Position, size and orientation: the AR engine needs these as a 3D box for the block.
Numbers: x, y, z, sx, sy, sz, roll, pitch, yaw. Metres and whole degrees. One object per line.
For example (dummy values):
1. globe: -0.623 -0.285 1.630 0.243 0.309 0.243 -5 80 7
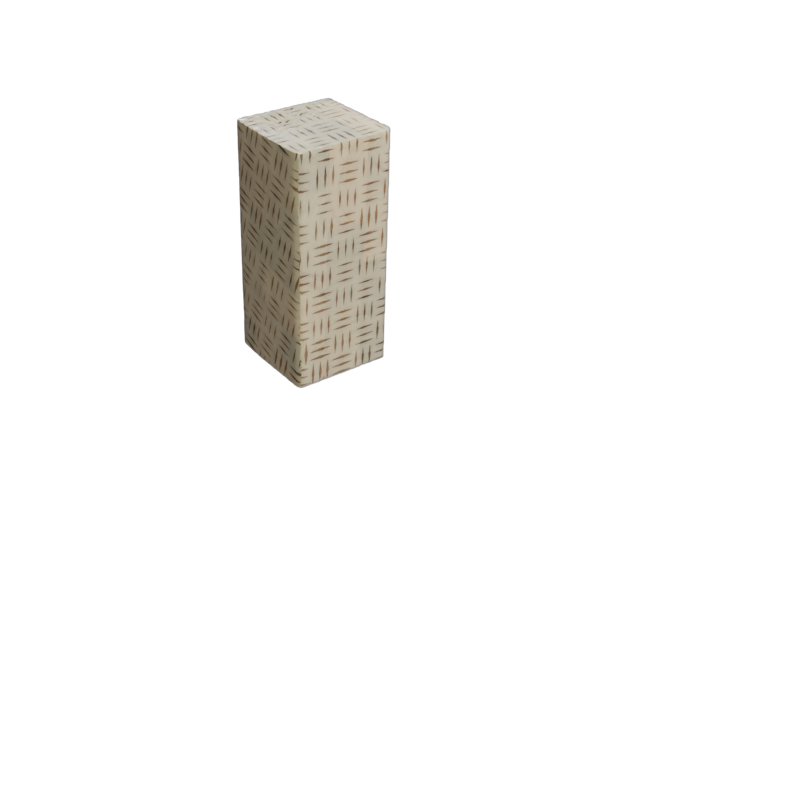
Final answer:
1. block: -0.070 -0.128 0.901 0.089 0.194 0.097 -18 35 -32
